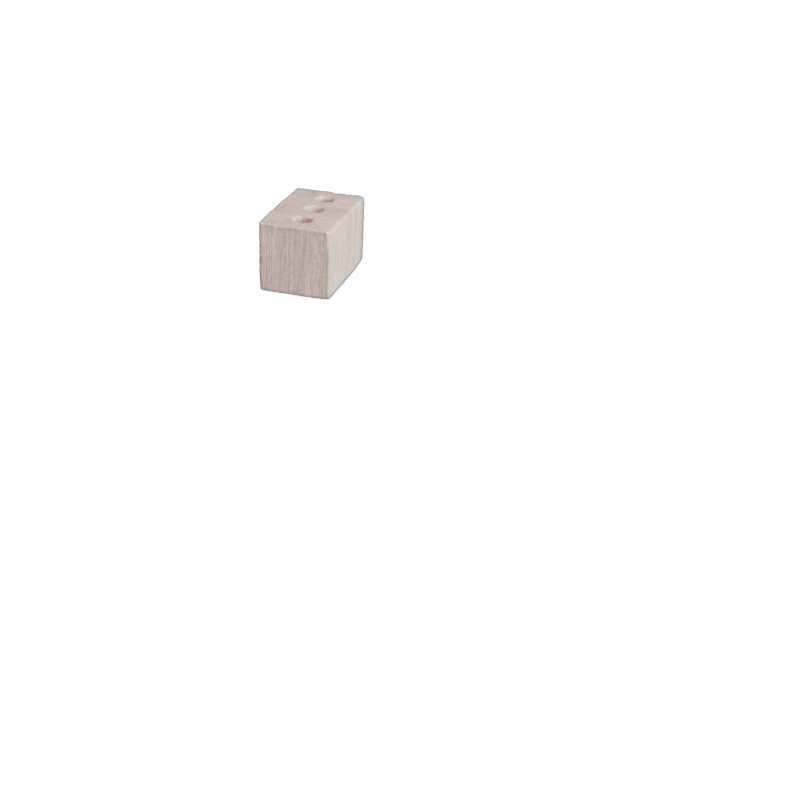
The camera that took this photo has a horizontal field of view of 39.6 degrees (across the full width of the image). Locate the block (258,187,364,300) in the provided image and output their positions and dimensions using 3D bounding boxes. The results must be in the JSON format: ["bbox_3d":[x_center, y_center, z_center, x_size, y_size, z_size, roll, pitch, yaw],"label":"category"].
[{"bbox_3d":[-0.061,-0.111,0.780,0.054,0.049,0.080,8,28,14],"label":"block"}]
